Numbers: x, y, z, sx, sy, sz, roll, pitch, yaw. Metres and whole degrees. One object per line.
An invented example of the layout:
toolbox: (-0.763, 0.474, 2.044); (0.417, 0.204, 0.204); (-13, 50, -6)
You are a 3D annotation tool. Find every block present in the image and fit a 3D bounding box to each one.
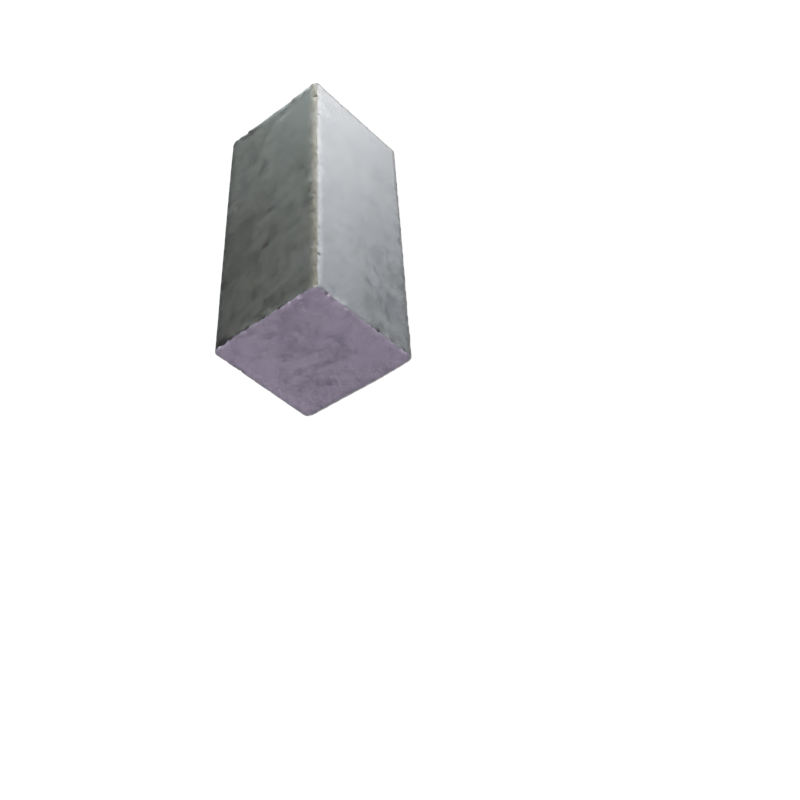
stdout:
block: (-0.060, -0.108, 0.756); (0.090, 0.221, 0.085); (-32, -50, 27)
